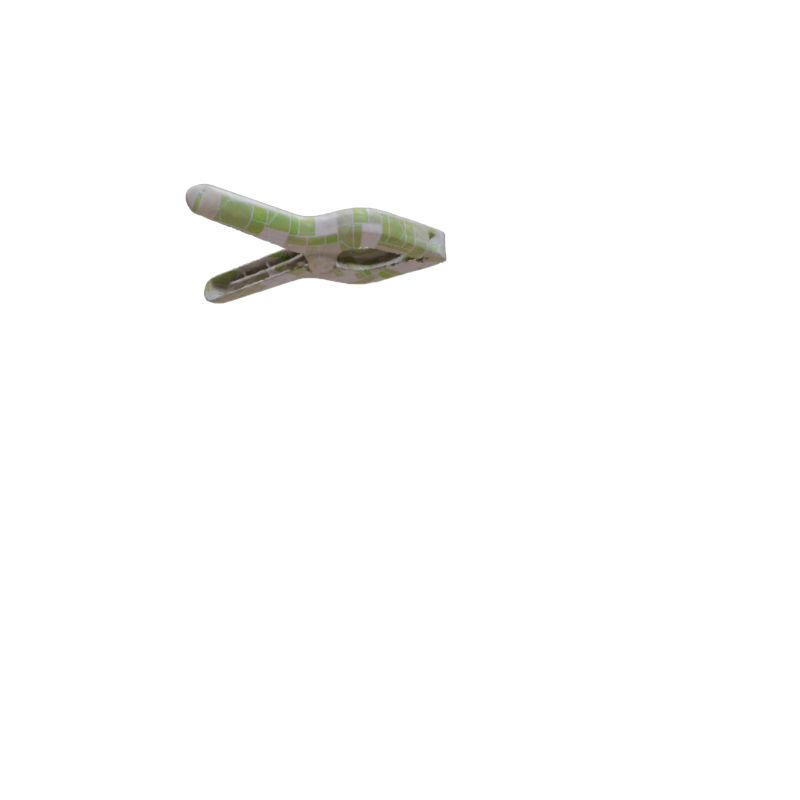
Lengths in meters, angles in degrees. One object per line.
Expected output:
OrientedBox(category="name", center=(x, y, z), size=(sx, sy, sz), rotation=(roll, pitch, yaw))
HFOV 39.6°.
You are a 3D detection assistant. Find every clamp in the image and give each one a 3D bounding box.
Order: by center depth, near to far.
OrientedBox(category="clamp", center=(-0.070, -0.127, 0.888), size=(0.211, 0.038, 0.154), rotation=(-2, -23, 5))
